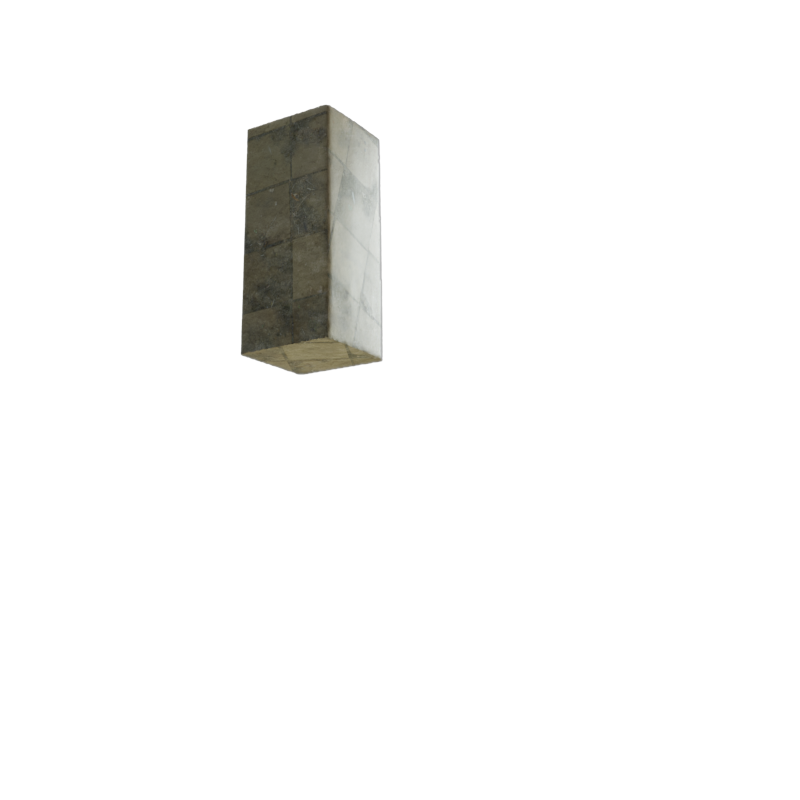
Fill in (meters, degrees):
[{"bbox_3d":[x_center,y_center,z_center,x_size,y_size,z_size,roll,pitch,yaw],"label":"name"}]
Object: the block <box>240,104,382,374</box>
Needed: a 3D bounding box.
[{"bbox_3d":[-0.074,-0.137,0.959,0.092,0.216,0.084,-13,-22,30],"label":"block"}]
